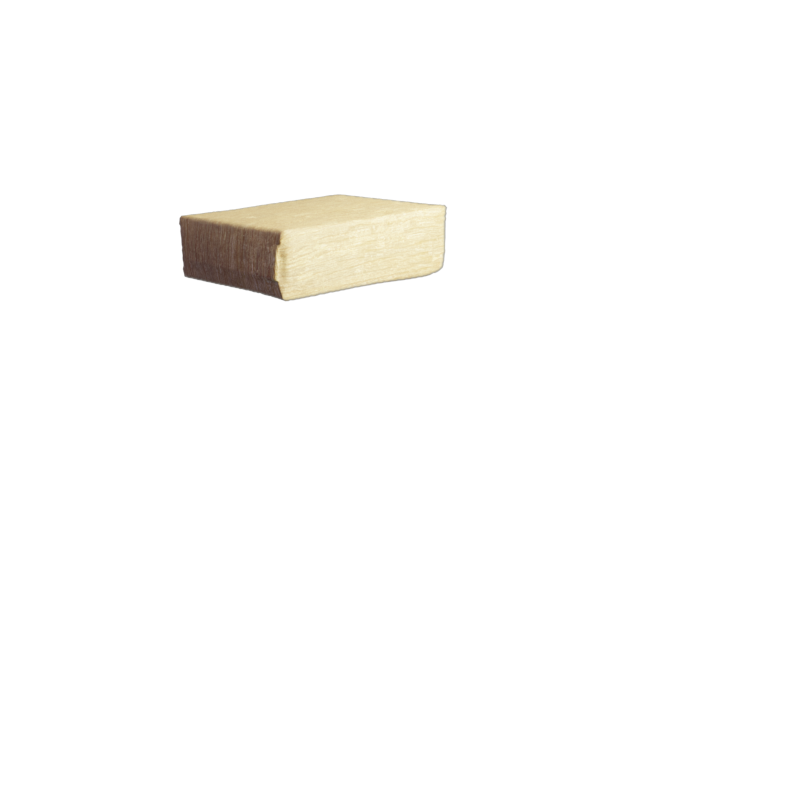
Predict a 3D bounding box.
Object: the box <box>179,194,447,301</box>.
[{"bbox_3d":[-0.045,-0.083,0.582,0.111,0.038,0.095,-13,20,-40],"label":"box"}]
